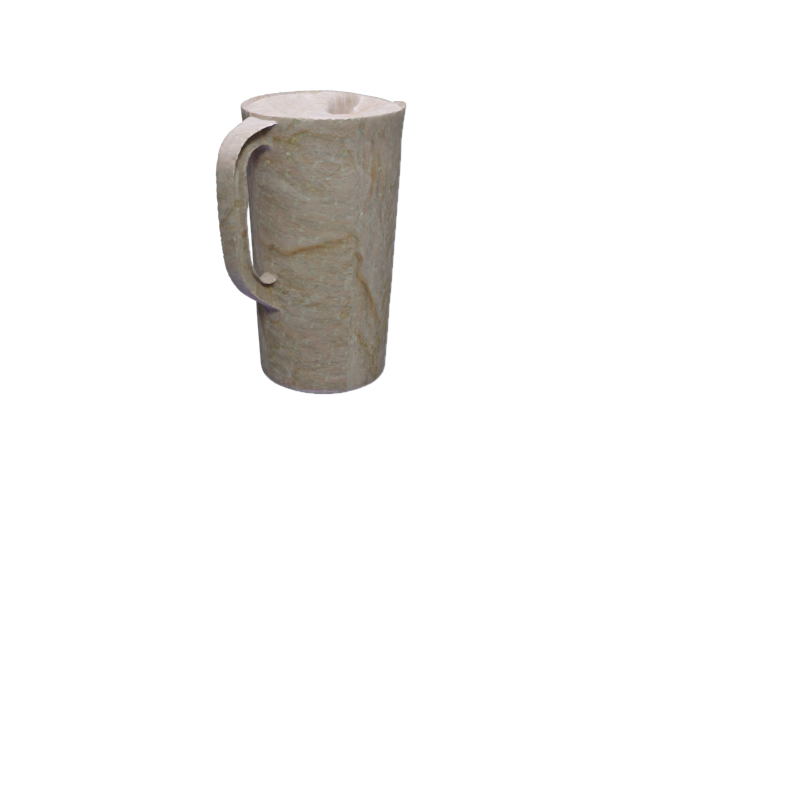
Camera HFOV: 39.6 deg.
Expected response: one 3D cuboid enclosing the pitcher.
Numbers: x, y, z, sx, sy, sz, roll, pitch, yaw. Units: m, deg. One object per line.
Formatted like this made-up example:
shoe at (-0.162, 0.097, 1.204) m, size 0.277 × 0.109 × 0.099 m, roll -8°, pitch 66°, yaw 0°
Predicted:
pitcher at (-0.072, -0.131, 0.918) m, size 0.149 × 0.233 × 0.151 m, roll 0°, pitch 19°, yaw -3°
